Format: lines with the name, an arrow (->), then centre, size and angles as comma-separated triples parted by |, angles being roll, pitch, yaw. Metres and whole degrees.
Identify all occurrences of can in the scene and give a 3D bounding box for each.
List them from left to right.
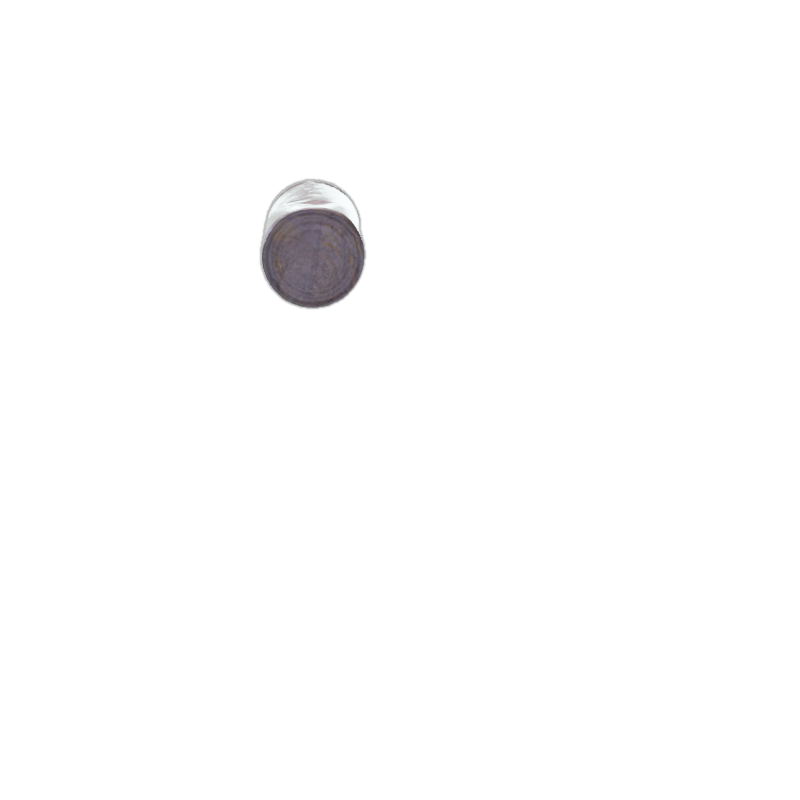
can -> -0.059, -0.107, 0.750 | 0.068, 0.066, 0.106 | 0, 18, -3
